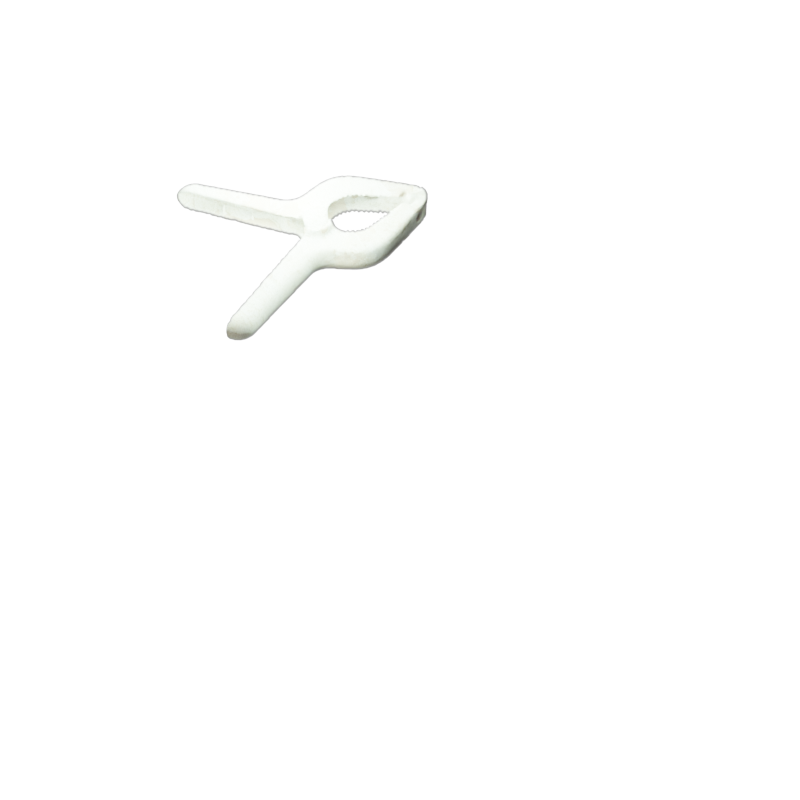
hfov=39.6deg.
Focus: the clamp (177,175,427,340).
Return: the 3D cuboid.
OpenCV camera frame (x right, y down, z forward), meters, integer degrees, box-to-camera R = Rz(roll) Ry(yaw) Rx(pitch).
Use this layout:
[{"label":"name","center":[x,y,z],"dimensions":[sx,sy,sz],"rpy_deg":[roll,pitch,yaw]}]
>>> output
[{"label":"clamp","center":[-0.073,-0.133,0.933],"dimensions":[0.208,0.177,0.034],"rpy_deg":[-11,-35,-8]}]
